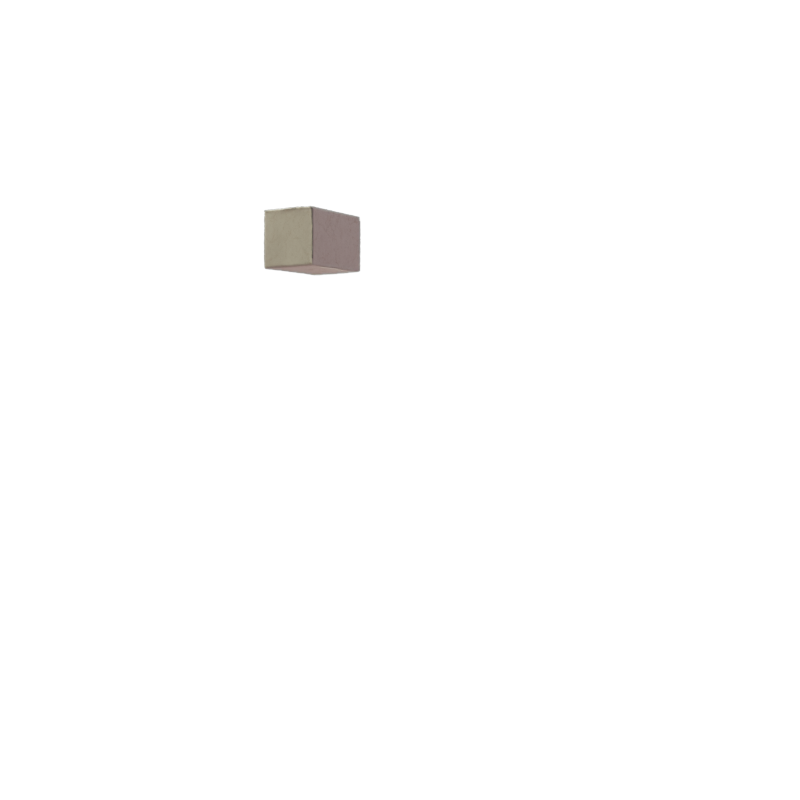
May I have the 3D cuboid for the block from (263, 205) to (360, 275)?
[{"bbox_3d":[-0.076,-0.138,0.966,0.054,0.052,0.075,-2,-2,31],"label":"block"}]
